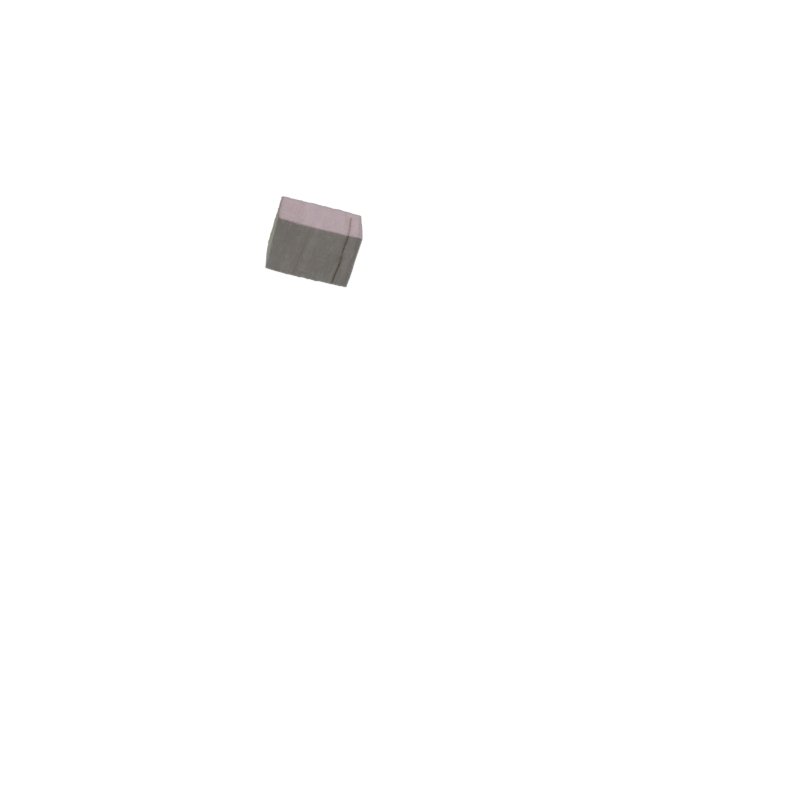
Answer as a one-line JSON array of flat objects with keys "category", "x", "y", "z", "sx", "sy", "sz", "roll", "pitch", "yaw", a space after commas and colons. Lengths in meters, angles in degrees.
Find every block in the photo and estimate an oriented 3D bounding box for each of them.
[{"category": "block", "x": -0.078, "y": -0.142, "z": 0.992, "sx": 0.077, "sy": 0.050, "sz": 0.054, "roll": 14, "pitch": 28, "yaw": -9}]
